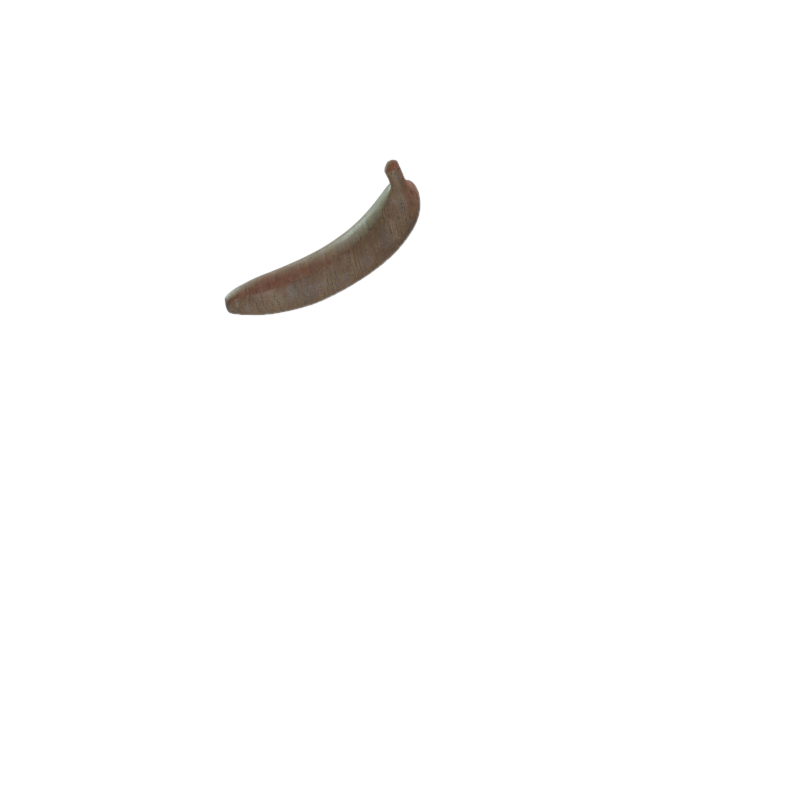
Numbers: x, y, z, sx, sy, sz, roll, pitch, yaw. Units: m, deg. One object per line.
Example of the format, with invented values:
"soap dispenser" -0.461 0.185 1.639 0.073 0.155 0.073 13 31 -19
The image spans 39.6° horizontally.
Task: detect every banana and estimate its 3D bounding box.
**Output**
"banana" -0.049 -0.113 0.834 0.065 0.039 0.195 32 -51 -31
